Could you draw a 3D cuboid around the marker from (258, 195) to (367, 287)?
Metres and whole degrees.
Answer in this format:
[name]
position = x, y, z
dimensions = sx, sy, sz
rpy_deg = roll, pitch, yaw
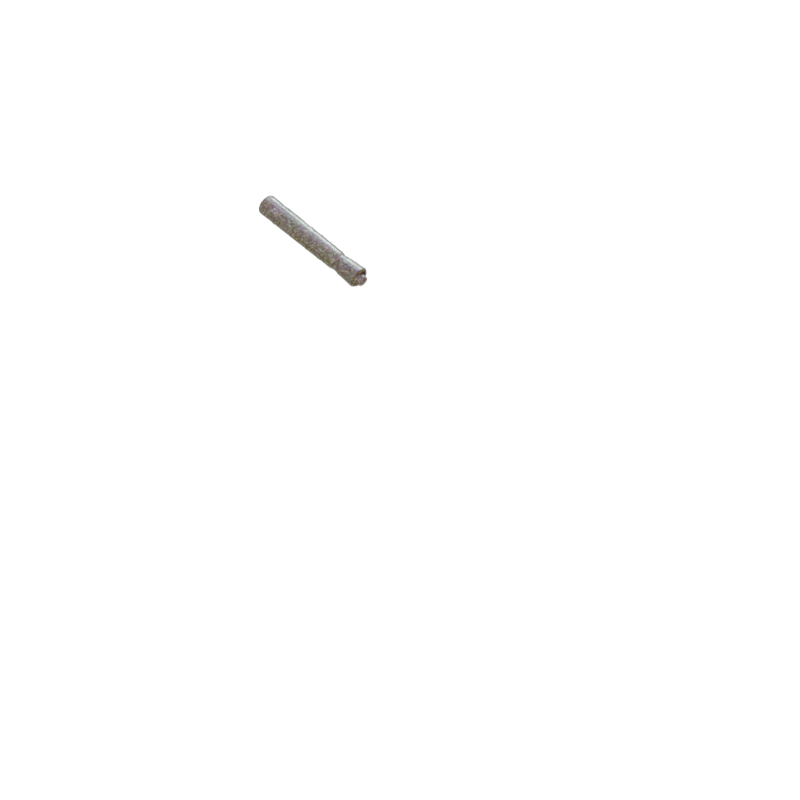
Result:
[marker]
position = -0.074, -0.134, 0.941
dimensions = 0.129, 0.019, 0.019
rpy_deg = 41, 24, 27
